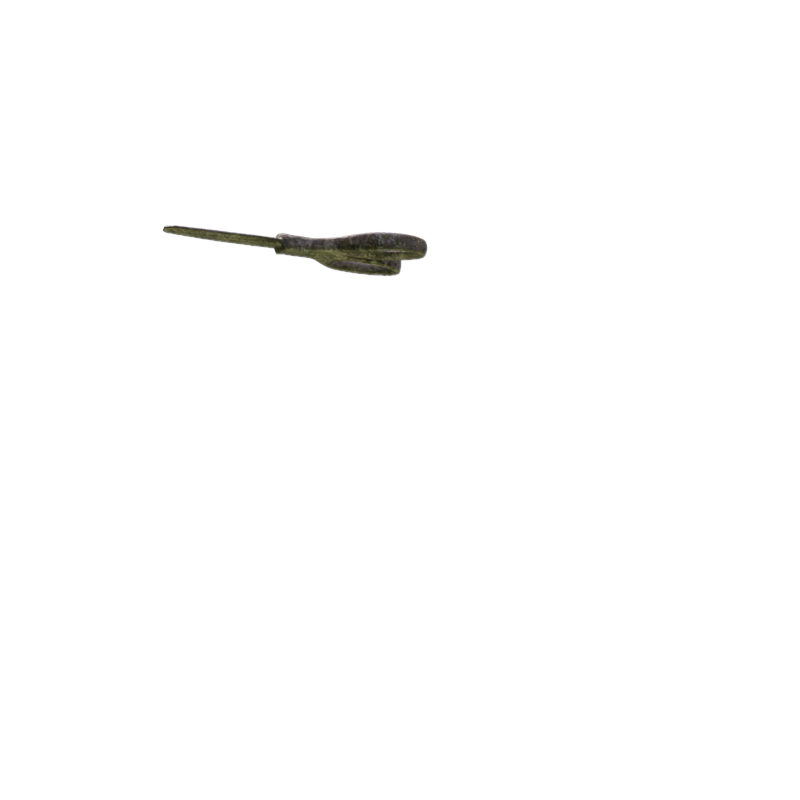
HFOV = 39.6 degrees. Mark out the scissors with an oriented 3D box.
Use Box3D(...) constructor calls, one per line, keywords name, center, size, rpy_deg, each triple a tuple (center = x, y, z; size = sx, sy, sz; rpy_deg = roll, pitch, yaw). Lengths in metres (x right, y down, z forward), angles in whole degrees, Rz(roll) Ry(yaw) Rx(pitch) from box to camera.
Box3D(name="scissors", center=(-0.063, -0.116, 0.810), size=(0.192, 0.016, 0.098), rpy_deg=(7, -10, -43))
